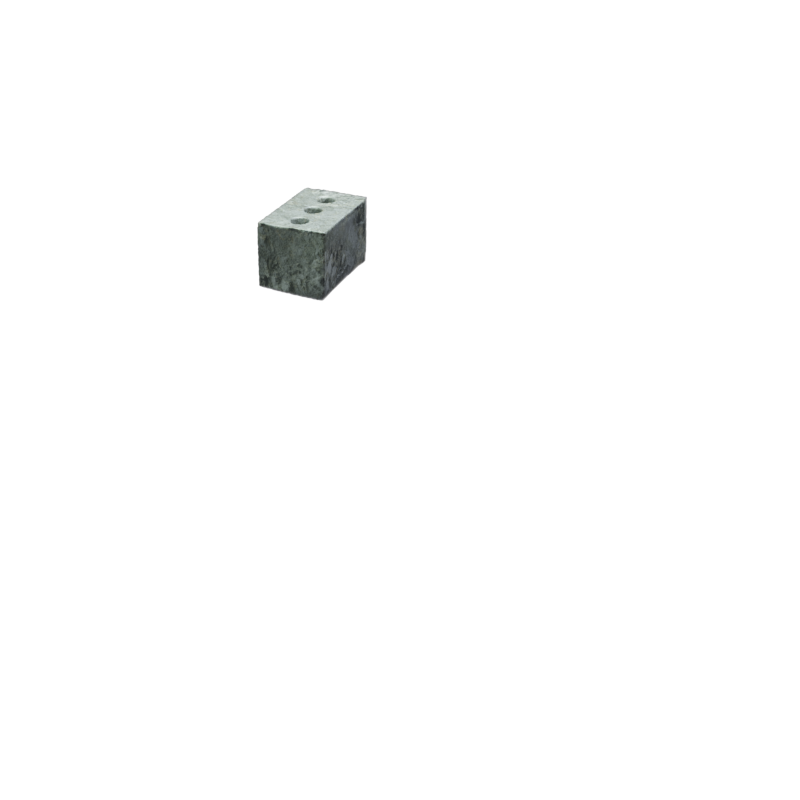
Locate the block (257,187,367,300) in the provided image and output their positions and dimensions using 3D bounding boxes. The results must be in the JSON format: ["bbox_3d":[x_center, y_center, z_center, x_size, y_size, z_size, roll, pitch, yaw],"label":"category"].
[{"bbox_3d":[-0.062,-0.114,0.796,0.054,0.048,0.080,11,30,19],"label":"block"}]
